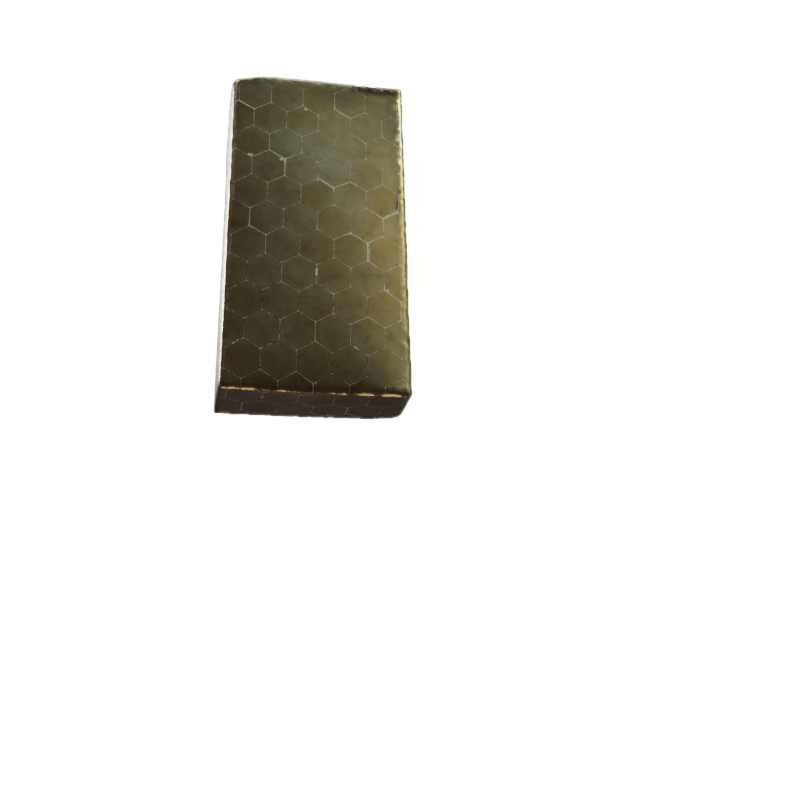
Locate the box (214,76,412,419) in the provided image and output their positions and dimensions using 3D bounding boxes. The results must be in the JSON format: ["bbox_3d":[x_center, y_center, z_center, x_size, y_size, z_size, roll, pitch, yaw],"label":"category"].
[{"bbox_3d":[-0.044,-0.081,0.564,0.092,0.186,0.046,2,-24,-9],"label":"box"}]
